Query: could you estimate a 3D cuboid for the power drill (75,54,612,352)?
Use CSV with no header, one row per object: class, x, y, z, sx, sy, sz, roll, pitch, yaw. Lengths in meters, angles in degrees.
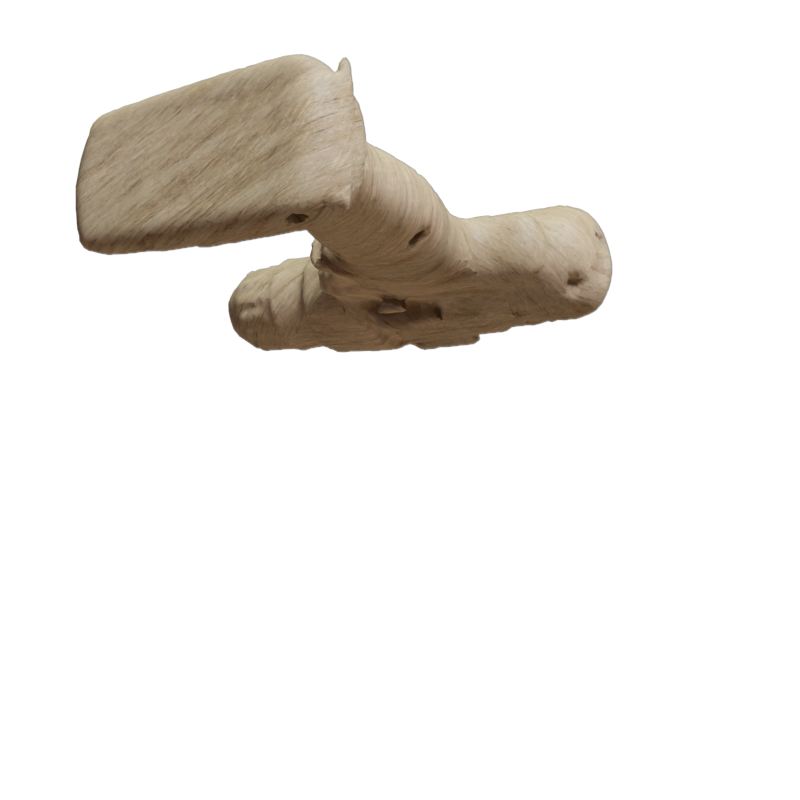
power drill,-0.034,-0.062,0.434,0.189,0.060,0.177,-8,-14,32
